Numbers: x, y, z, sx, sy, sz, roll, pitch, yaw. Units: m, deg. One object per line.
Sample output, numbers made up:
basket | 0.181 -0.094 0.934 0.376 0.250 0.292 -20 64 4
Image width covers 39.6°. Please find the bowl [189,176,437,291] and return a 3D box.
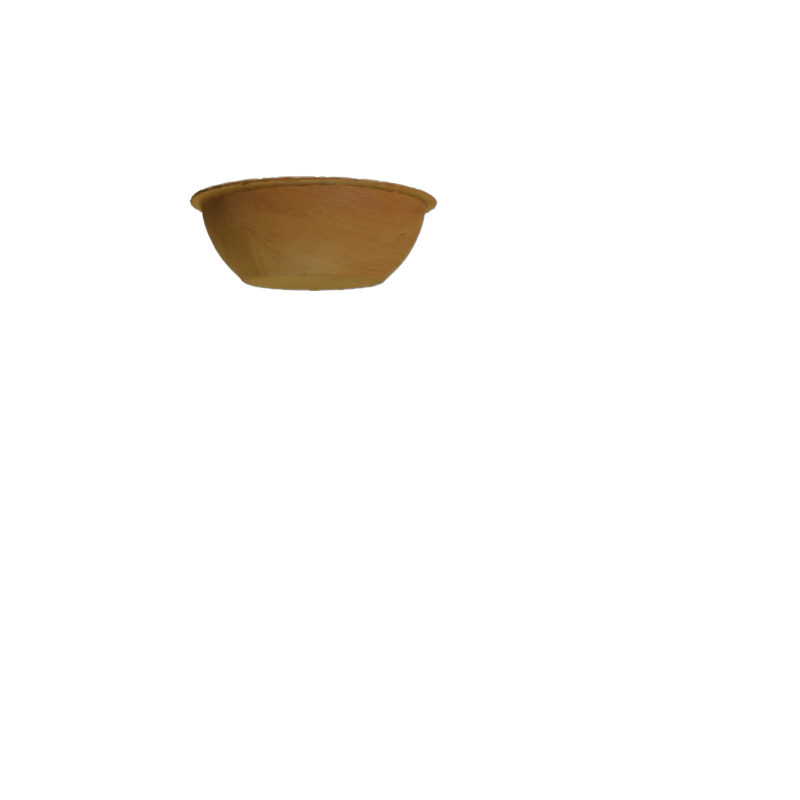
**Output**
bowl | -0.057 -0.103 0.723 0.162 0.056 0.160 0 -2 -2
